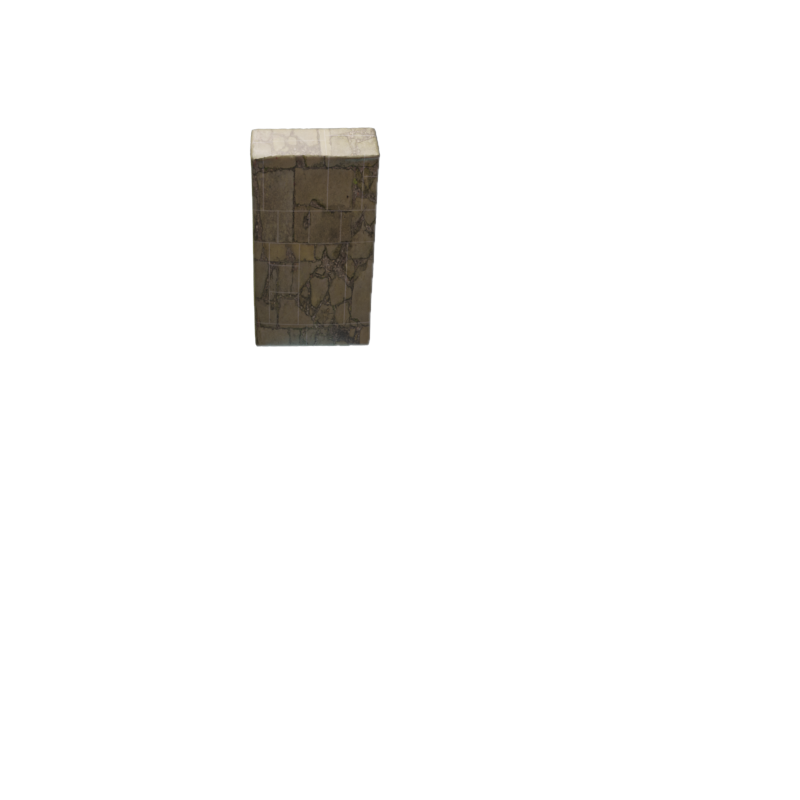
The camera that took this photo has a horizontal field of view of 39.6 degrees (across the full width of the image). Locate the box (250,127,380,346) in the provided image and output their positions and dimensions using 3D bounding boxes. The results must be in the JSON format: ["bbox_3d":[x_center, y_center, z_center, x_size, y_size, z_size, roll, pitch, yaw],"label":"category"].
[{"bbox_3d":[-0.066,-0.119,0.835,0.093,0.164,0.052,0,41,-4],"label":"box"}]
